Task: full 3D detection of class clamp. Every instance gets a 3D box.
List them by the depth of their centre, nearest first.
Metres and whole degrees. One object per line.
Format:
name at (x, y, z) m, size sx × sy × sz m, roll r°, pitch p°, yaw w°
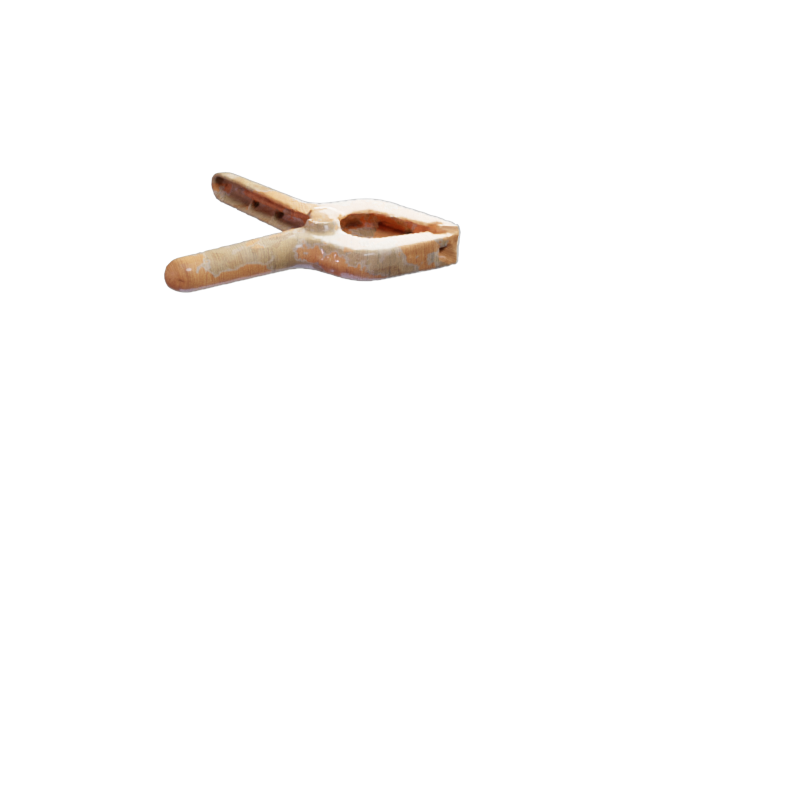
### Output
clamp at (-0.064, -0.117, 0.817) m, size 0.214 × 0.034 × 0.172 m, roll 8°, pitch 36°, yaw 11°
